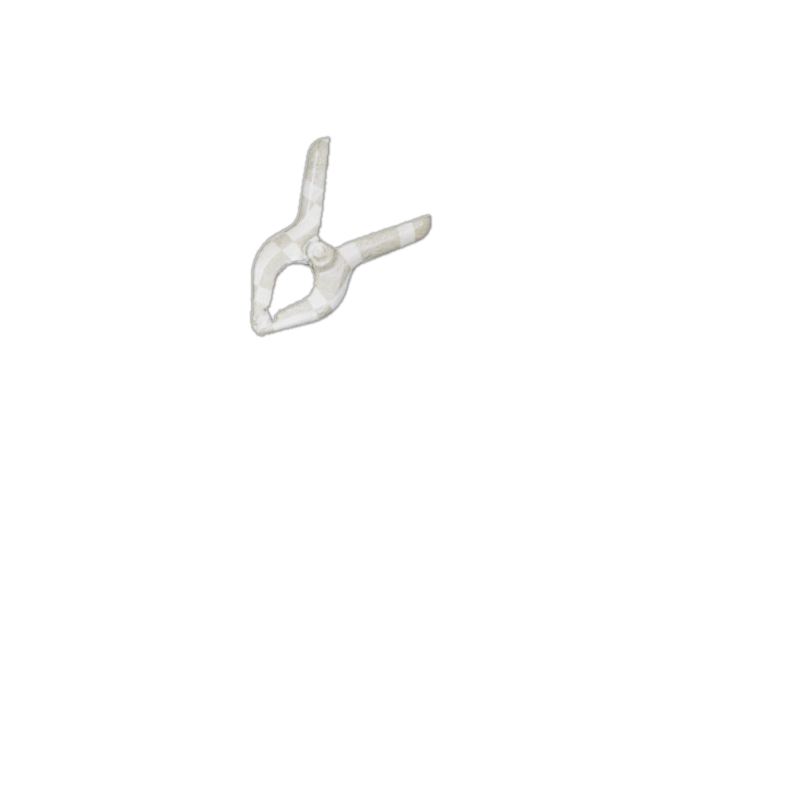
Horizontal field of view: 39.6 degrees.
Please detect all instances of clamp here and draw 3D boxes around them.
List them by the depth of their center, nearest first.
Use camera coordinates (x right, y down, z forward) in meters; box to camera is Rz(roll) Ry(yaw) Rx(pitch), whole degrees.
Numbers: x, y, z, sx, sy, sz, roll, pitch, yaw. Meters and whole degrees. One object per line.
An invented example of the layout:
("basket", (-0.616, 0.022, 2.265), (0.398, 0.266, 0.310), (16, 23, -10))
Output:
("clamp", (-0.072, -0.131, 0.914), (0.173, 0.124, 0.038), (-43, -10, -10))
